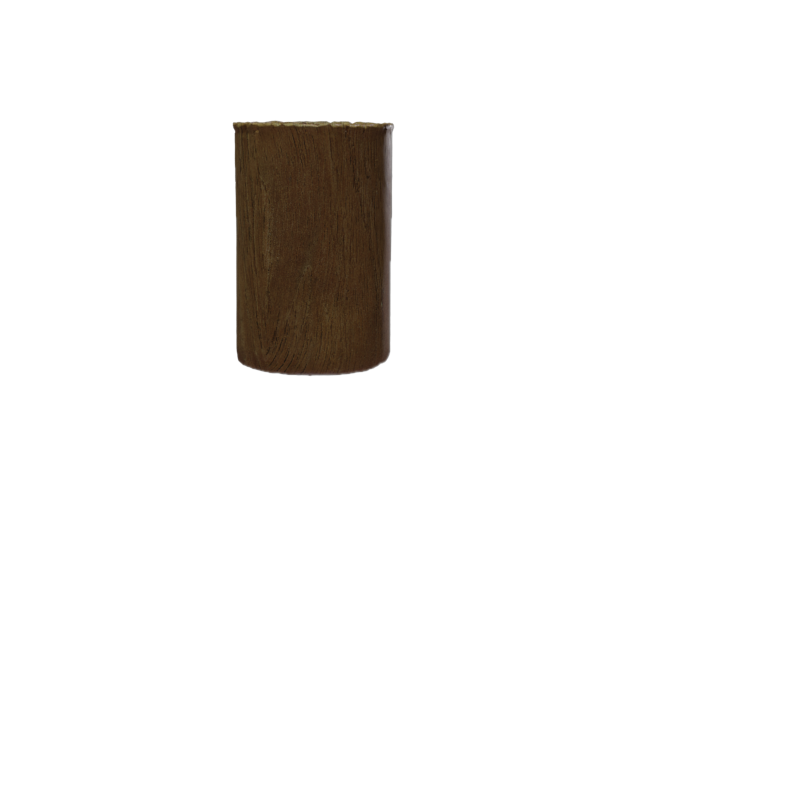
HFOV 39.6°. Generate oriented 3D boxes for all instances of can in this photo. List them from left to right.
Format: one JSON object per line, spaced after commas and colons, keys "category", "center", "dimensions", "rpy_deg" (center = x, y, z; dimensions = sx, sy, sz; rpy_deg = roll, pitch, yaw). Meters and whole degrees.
{"category": "can", "center": [-0.037, -0.068, 0.473], "dimensions": [0.068, 0.100, 0.070], "rpy_deg": [0, 10, -2]}
